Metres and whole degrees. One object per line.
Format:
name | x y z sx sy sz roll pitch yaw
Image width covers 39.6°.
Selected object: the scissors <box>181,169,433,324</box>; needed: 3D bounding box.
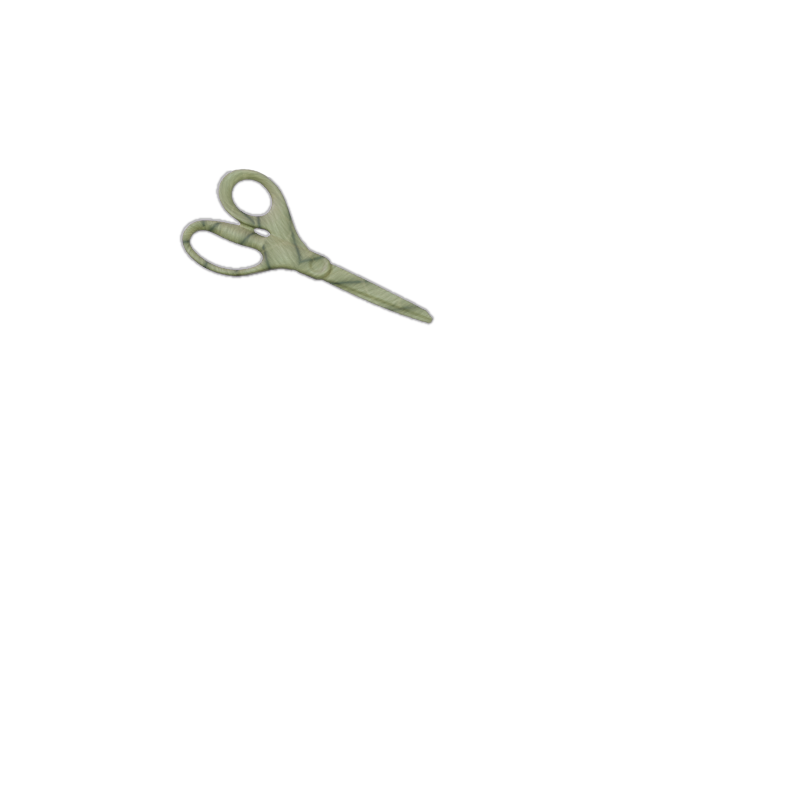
scissors | -0.067 -0.123 0.861 0.202 0.099 0.015 10 -15 3
